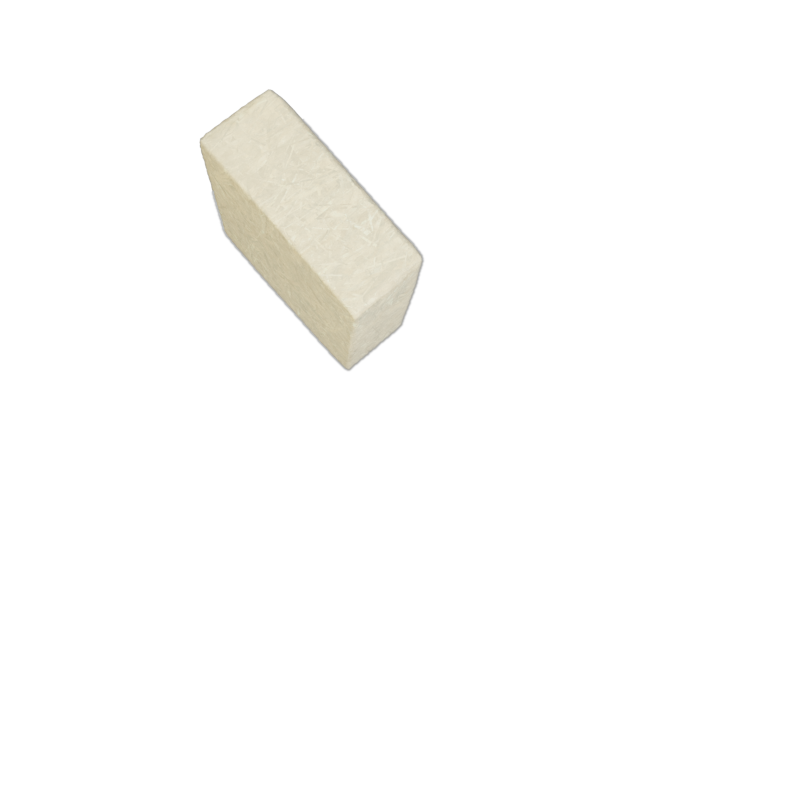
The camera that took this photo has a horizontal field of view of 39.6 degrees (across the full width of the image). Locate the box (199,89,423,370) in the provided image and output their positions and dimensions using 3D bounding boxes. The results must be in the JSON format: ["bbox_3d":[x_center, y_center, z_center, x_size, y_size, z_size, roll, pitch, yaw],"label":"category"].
[{"bbox_3d":[-0.065,-0.119,0.834,0.072,0.169,0.207,-40,-7,-9],"label":"box"}]
